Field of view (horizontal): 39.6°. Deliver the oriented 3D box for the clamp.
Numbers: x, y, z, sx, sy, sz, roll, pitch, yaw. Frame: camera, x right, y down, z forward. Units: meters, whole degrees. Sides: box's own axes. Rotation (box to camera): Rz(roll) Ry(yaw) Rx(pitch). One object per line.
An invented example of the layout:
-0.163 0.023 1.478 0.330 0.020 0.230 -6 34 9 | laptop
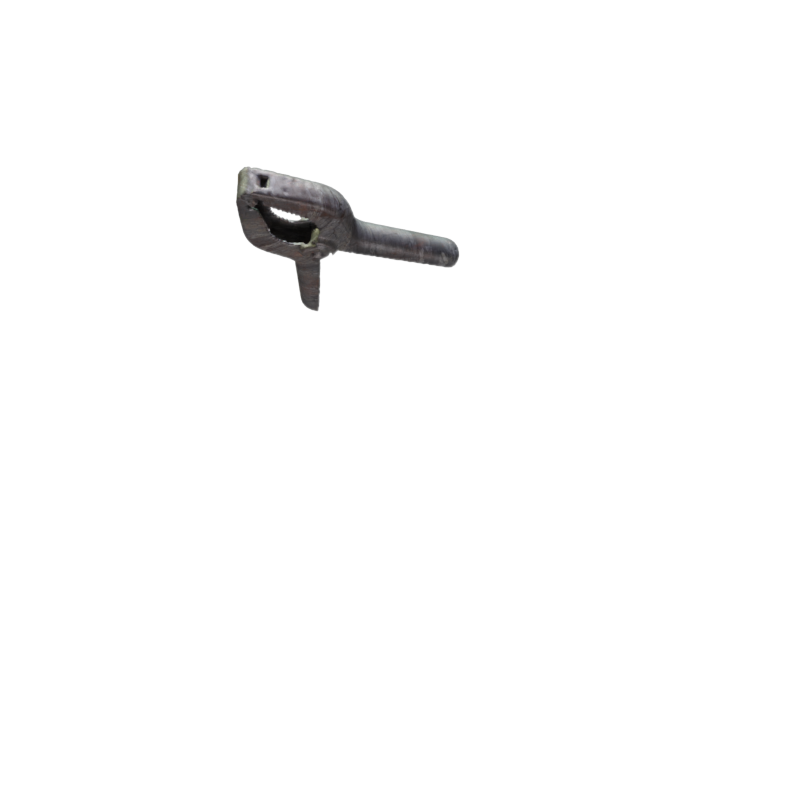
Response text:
-0.074 -0.136 0.951 0.166 0.039 0.197 -21 -32 38 | clamp
